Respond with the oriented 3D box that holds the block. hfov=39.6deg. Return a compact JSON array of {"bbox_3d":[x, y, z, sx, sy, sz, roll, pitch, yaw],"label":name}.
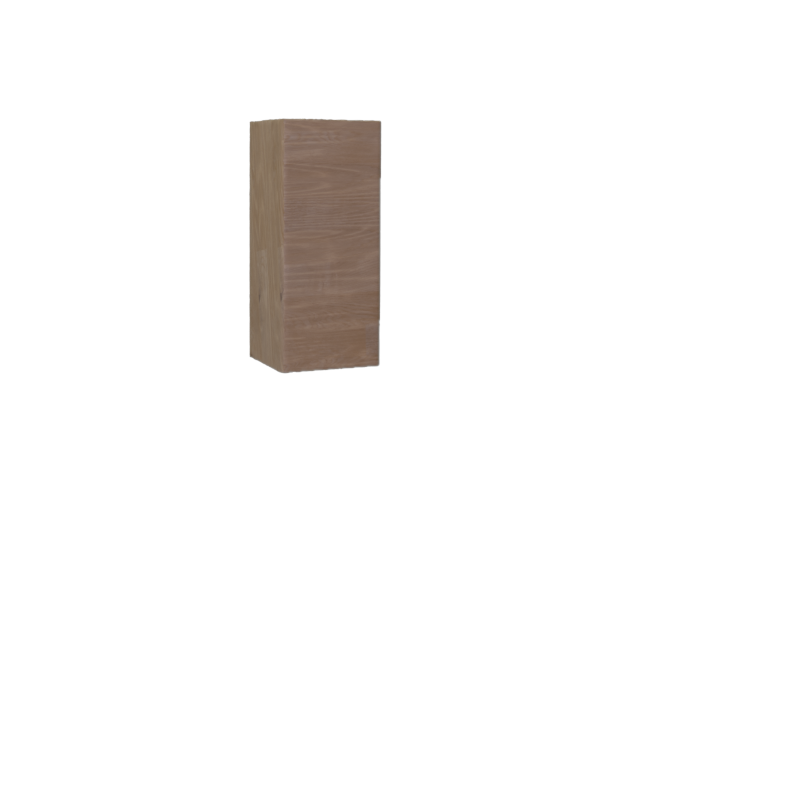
[{"bbox_3d":[-0.074,-0.135,0.948,0.088,0.204,0.094,-2,6,-24],"label":"block"}]
